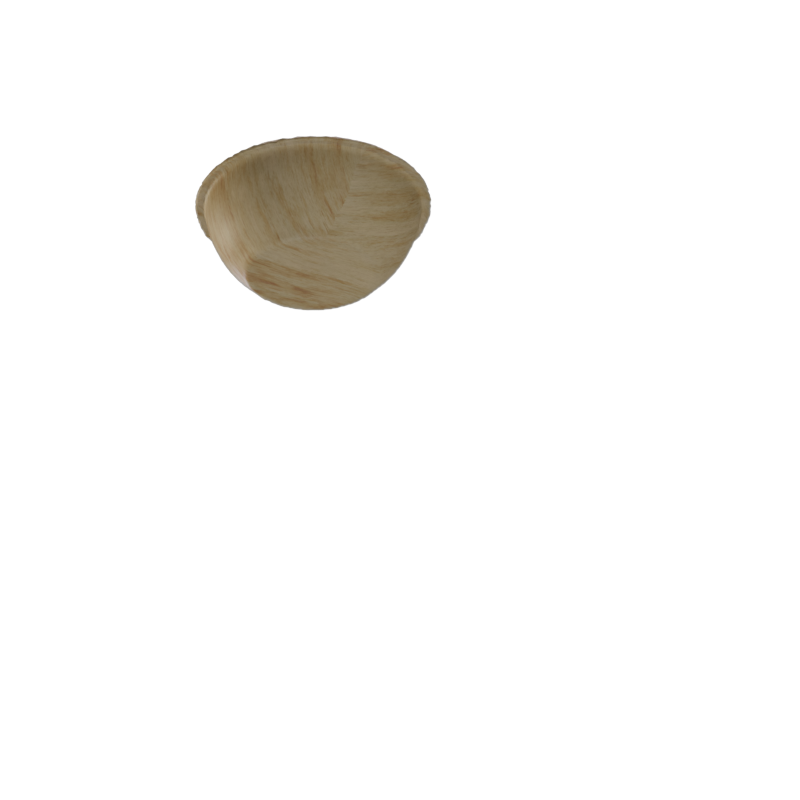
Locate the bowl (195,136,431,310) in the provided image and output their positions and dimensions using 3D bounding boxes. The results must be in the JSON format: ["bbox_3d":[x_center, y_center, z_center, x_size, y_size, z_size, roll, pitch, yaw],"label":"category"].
[{"bbox_3d":[-0.058,-0.106,0.745,0.162,0.059,0.152,1,-28,-2],"label":"bowl"}]
